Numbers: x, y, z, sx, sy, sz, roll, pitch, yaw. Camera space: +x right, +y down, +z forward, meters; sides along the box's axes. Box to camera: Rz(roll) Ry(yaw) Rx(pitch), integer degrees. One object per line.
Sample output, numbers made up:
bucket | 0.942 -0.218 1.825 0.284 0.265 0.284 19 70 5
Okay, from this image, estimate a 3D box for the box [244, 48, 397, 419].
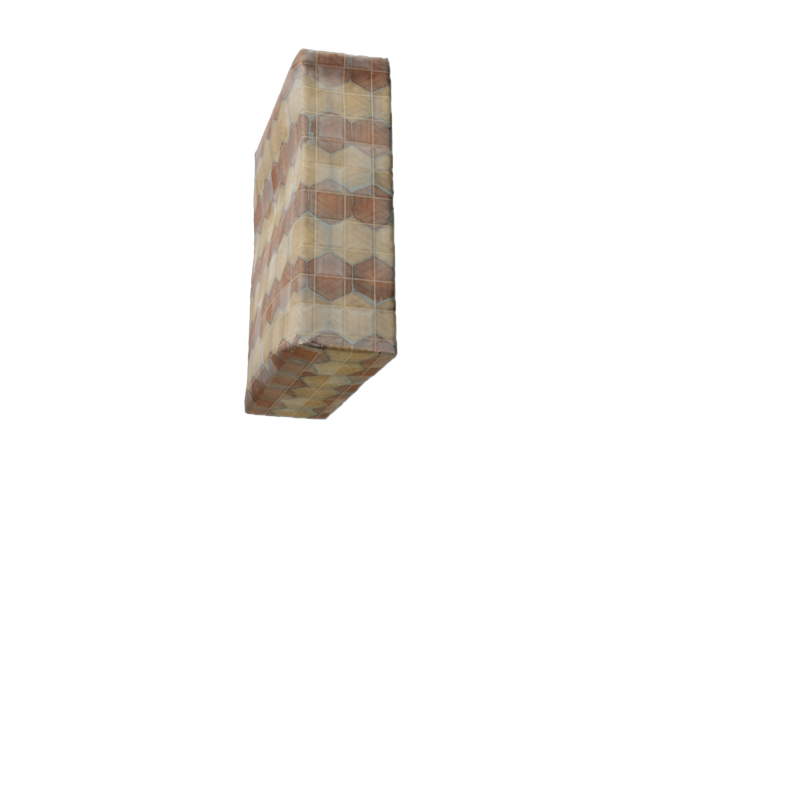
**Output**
box | -0.060 -0.110 0.772 0.070 0.225 0.160 5 -21 -17
